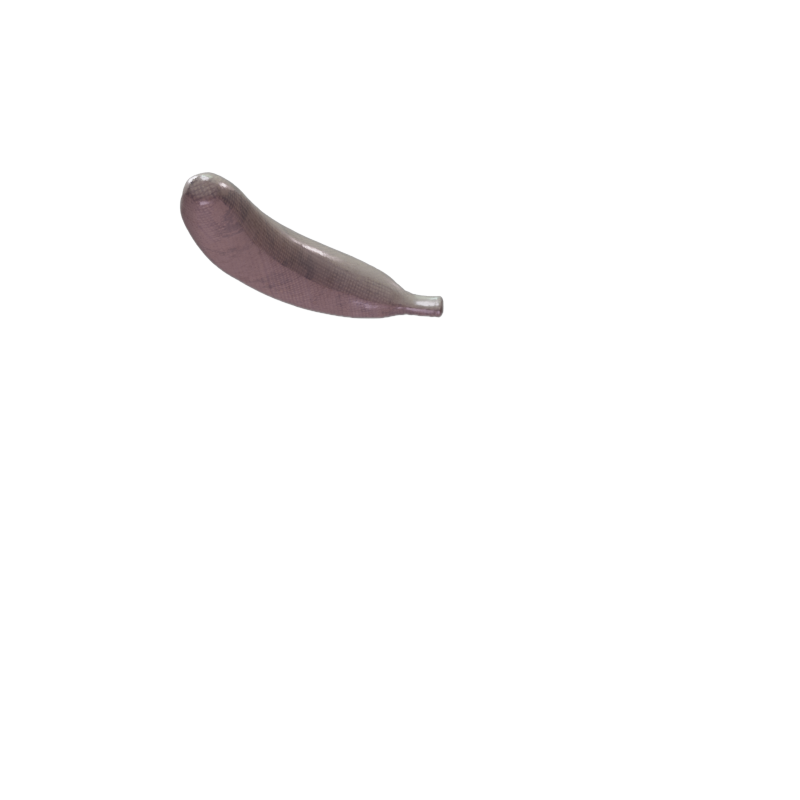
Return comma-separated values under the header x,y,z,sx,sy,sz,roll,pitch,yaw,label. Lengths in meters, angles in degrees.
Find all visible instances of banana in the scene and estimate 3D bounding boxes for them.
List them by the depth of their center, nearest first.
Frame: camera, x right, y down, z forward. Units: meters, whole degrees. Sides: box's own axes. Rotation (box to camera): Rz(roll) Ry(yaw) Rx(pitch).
x,y,z,sx,sy,sz,roll,pitch,yaw,label
-0.058,-0.078,0.588,0.071,0.038,0.186,-13,-20,36,banana
